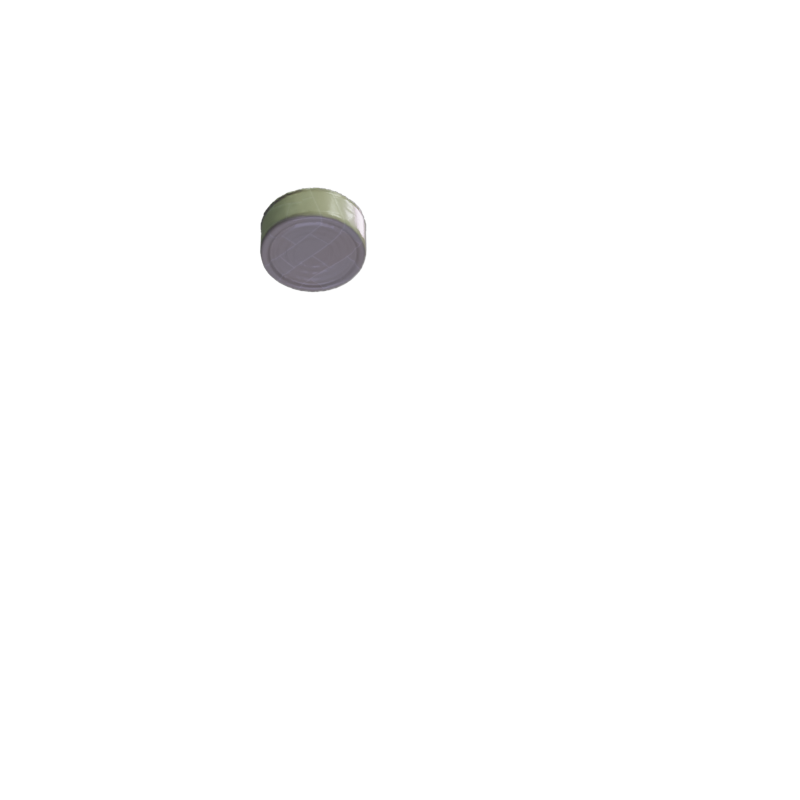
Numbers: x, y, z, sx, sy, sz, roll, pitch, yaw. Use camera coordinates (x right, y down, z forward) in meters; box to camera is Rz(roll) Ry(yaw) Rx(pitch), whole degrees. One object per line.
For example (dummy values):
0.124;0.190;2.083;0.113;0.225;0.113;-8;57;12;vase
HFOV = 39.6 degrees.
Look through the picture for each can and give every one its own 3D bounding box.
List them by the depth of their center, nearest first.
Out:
-0.069;-0.127;0.887;0.086;0.036;0.080;1;-44;-1;can
